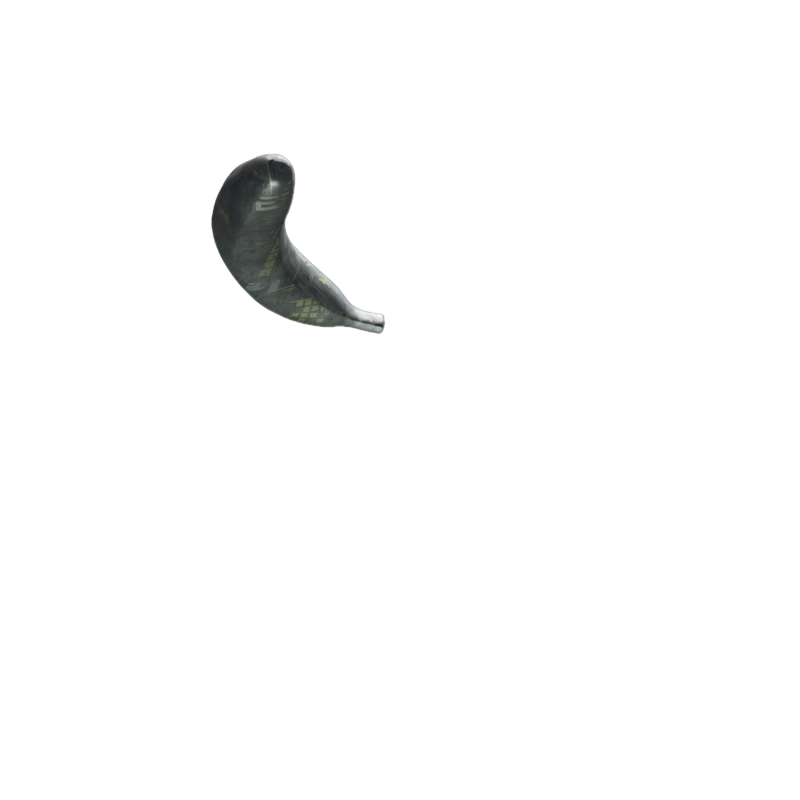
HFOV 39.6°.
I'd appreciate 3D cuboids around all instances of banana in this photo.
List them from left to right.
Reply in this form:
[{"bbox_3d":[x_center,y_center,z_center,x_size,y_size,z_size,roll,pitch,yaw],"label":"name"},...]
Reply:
[{"bbox_3d":[-0.063,-0.080,0.588,0.071,0.039,0.185,-5,-18,13],"label":"banana"}]
